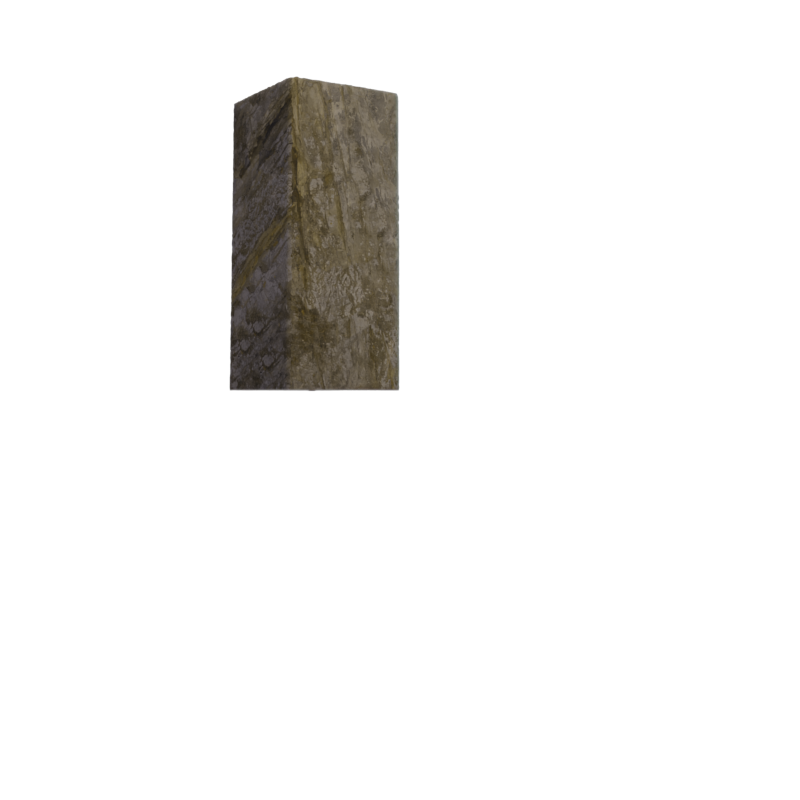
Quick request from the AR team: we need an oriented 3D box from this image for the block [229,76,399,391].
[{"bbox_3d":[-0.060,-0.111,0.775,0.087,0.210,0.093,4,-7,-33],"label":"block"}]
